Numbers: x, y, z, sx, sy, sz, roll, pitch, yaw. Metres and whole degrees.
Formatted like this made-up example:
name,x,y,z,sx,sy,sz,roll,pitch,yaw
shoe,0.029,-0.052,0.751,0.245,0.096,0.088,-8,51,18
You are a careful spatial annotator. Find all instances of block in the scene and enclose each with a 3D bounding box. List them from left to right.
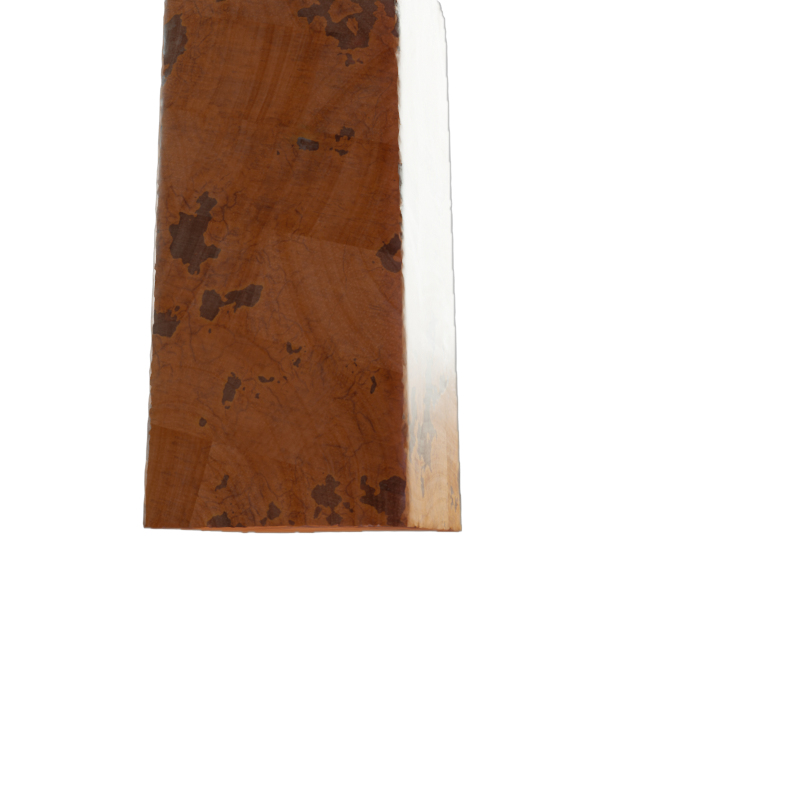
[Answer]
name,x,y,z,sx,sy,sz,roll,pitch,yaw
block,-0.031,-0.058,0.408,0.092,0.214,0.086,-5,-15,16
